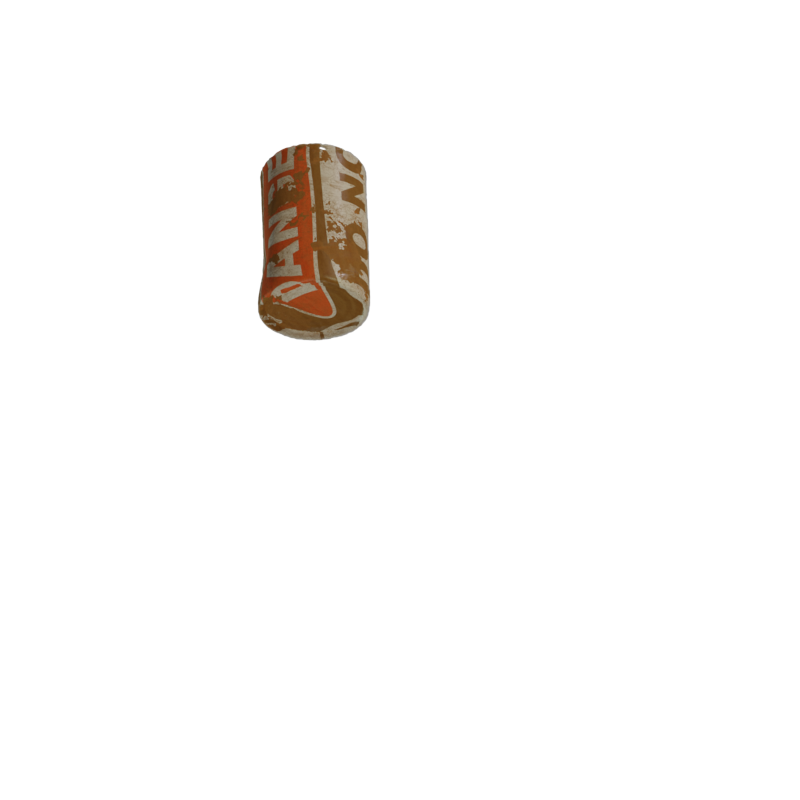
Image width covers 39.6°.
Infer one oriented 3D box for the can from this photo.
[{"bbox_3d":[-0.053,-0.097,0.676,0.068,0.109,0.064,-1,-33,-2],"label":"can"}]
